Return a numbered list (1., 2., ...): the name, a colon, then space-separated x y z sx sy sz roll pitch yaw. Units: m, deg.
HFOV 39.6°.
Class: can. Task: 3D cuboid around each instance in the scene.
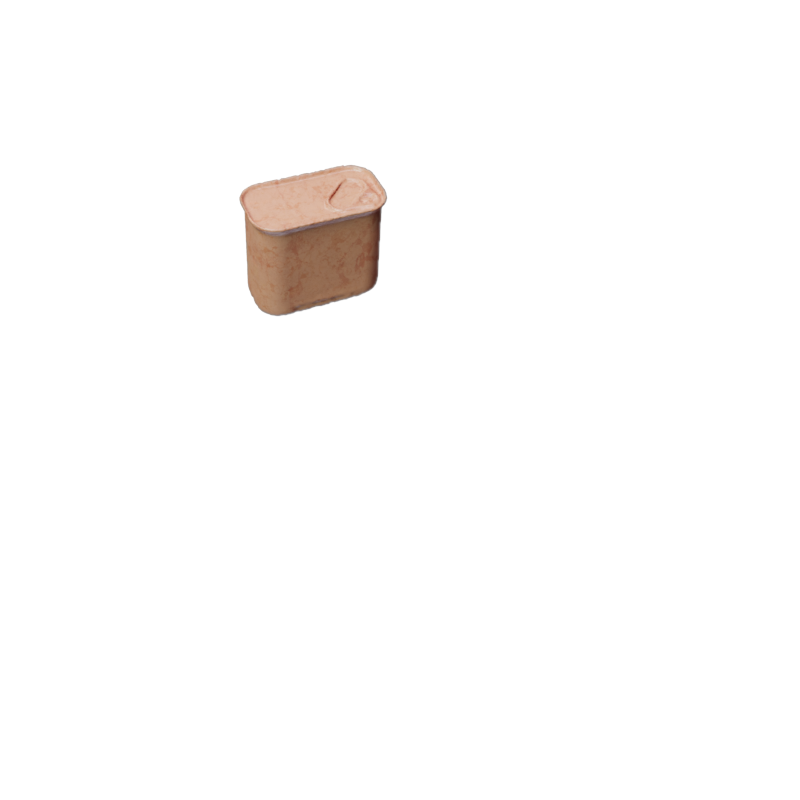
1. can: -0.063 -0.116 0.809 0.101 0.078 0.062 -15 45 -17
